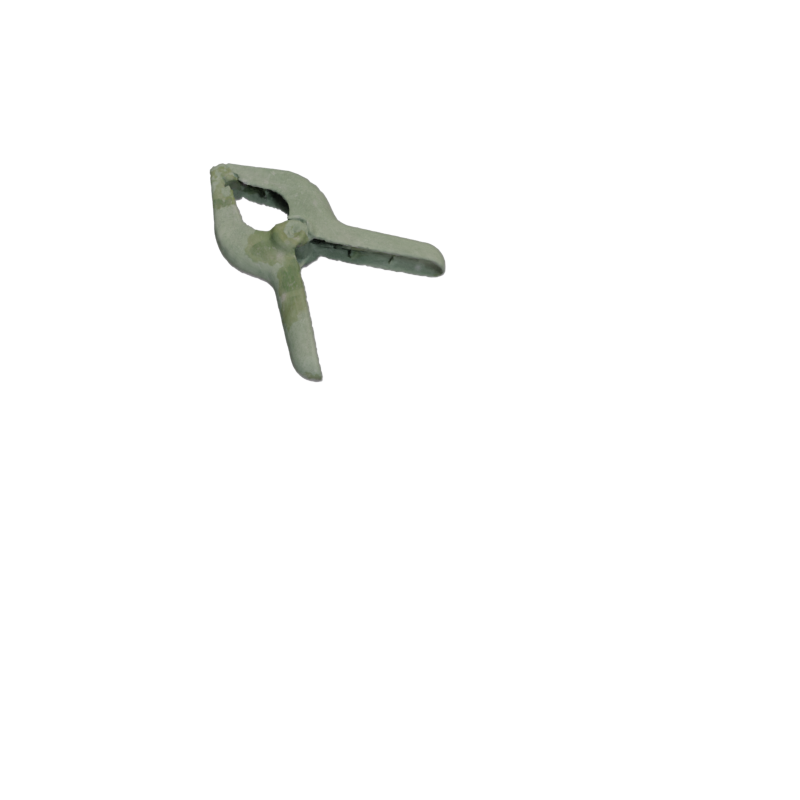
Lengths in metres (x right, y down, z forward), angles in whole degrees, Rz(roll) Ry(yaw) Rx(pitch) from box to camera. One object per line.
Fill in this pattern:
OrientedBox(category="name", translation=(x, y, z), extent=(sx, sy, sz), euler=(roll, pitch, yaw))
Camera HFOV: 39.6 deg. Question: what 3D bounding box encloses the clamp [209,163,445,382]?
OrientedBox(category="clamp", translation=(-0.057, -0.104, 0.728), extent=(0.120, 0.183, 0.037), euler=(-30, -27, -17))
